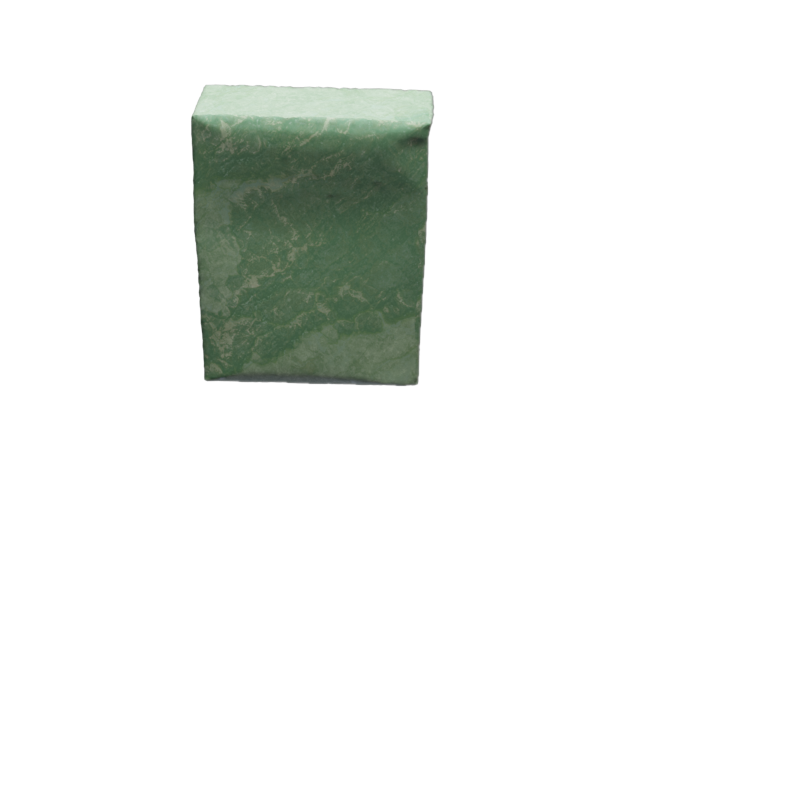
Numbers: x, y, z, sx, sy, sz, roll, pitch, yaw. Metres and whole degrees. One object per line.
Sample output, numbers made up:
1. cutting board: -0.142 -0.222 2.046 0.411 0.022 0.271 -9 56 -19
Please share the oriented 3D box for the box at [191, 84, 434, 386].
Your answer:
1. box: -0.063 -0.114 0.801 0.165 0.201 0.076 3 30 2
